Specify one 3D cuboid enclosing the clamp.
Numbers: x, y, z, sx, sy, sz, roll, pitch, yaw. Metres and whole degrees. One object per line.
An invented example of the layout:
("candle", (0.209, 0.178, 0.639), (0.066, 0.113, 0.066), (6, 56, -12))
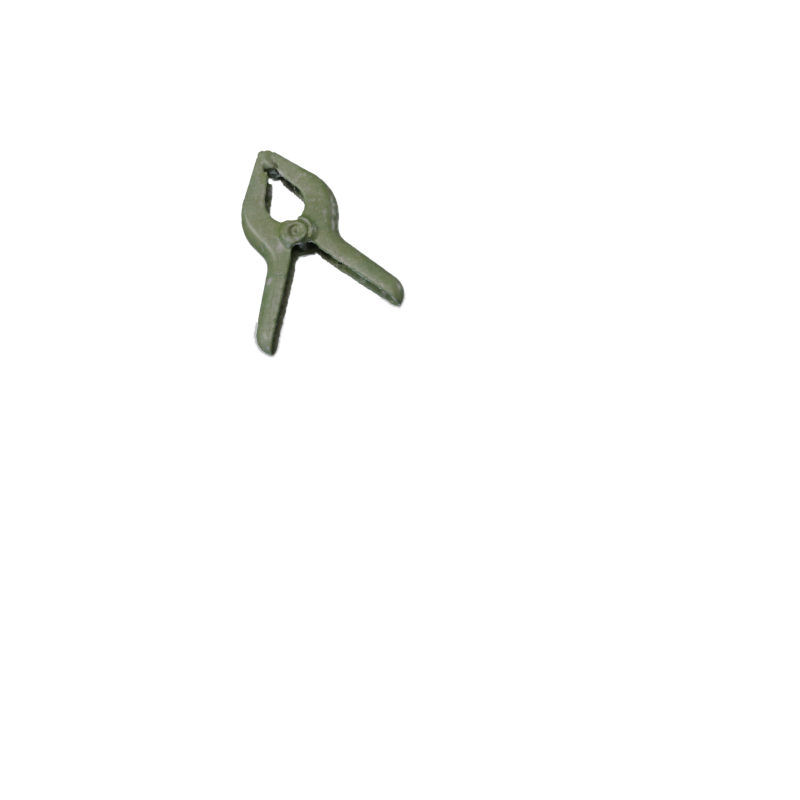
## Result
("clamp", (-0.070, -0.127, 0.888), (0.119, 0.181, 0.037), (-12, -21, -5))
